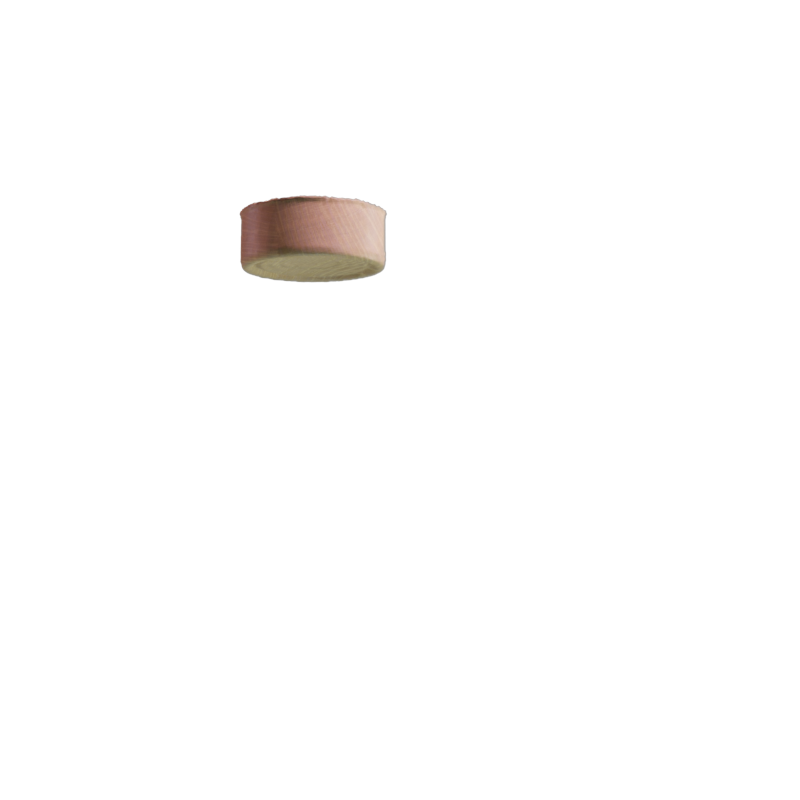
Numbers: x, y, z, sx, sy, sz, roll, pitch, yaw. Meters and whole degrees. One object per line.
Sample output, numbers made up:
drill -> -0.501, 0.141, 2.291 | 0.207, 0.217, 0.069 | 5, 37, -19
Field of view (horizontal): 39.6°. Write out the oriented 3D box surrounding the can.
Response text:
can -> -0.050, -0.092, 0.645 | 0.086, 0.034, 0.084 | 0, -6, -2
